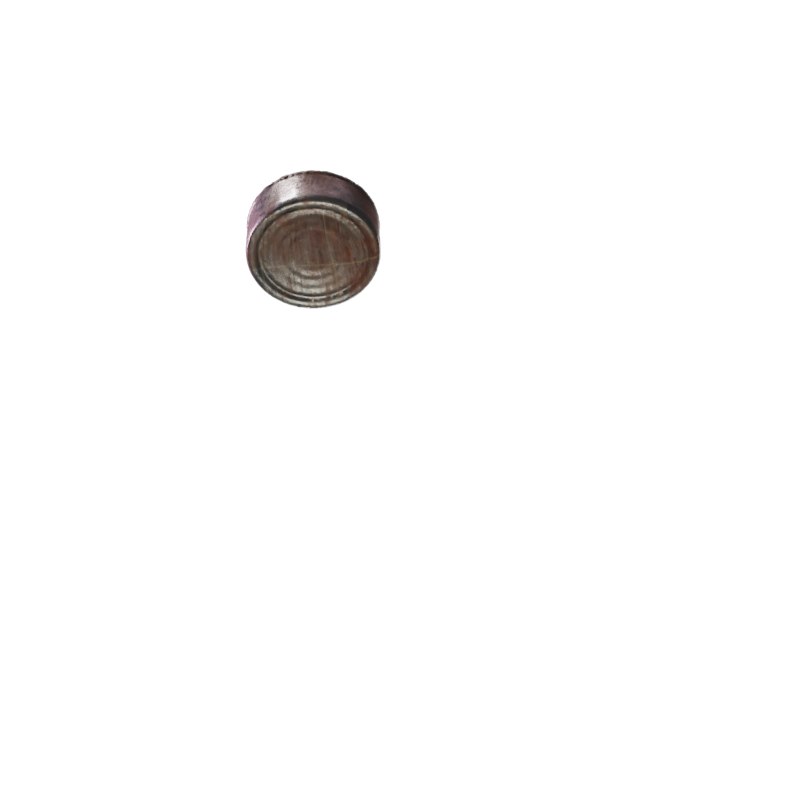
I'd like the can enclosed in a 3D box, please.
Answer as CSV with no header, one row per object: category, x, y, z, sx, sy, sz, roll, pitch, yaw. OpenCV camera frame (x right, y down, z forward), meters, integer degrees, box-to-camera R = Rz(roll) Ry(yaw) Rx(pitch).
can,-0.055,-0.100,0.700,0.086,0.080,0.036,1,38,-1
